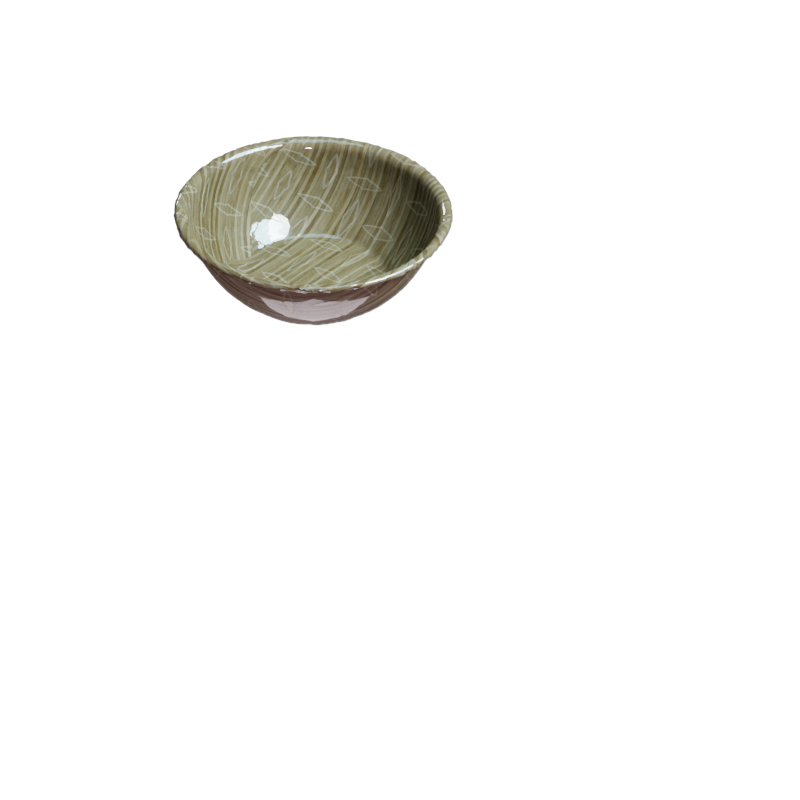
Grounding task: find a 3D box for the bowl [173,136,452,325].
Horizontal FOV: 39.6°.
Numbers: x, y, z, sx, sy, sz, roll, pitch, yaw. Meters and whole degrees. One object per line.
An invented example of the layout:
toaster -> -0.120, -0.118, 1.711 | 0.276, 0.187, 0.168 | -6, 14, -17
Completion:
bowl -> -0.052, -0.094, 0.658 | 0.162, 0.051, 0.174 | -1, 40, -2
